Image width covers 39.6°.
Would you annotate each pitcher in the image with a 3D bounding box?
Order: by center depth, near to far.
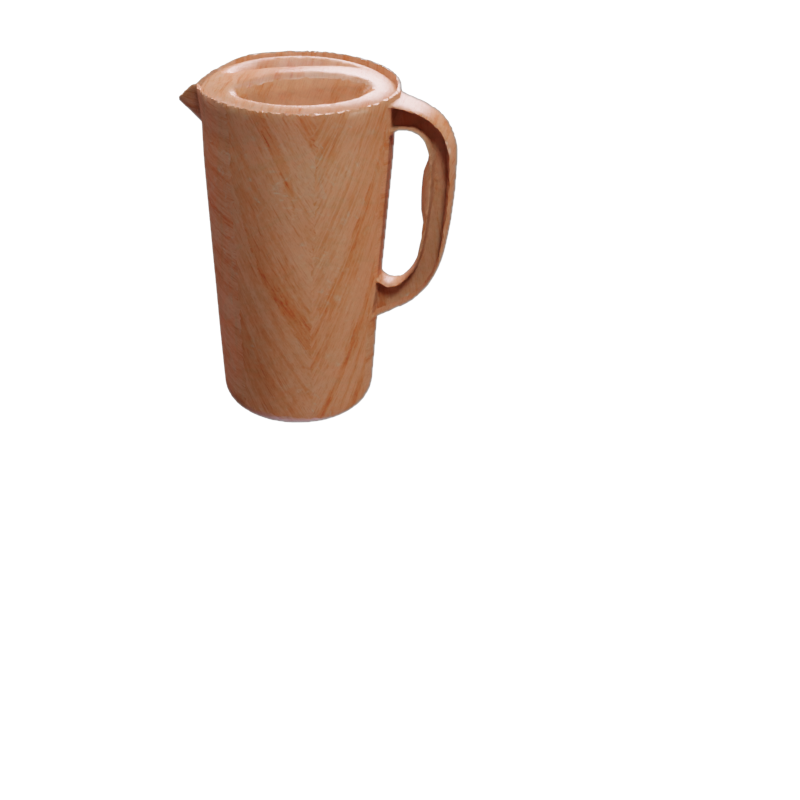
[{"bbox_3d":[-0.060,-0.109,0.762,0.142,0.229,0.161,-15,33,-27],"label":"pitcher"}]
